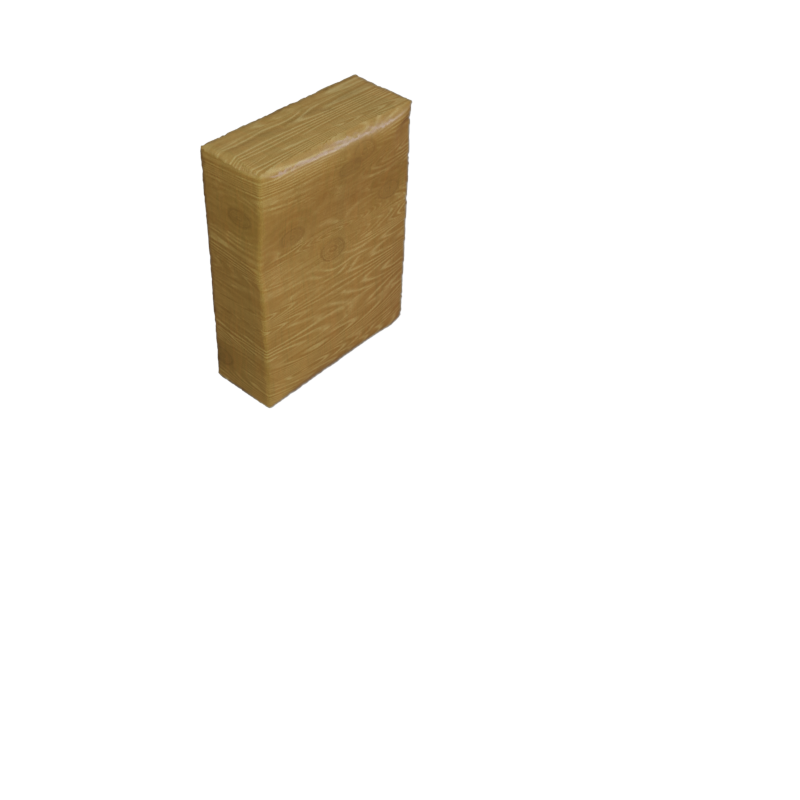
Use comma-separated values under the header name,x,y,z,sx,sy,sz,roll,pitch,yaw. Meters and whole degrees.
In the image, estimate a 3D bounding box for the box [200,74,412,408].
name,x,y,z,sx,sy,sz,roll,pitch,yaw
box,-0.068,-0.124,0.868,0.076,0.200,0.165,29,46,30
